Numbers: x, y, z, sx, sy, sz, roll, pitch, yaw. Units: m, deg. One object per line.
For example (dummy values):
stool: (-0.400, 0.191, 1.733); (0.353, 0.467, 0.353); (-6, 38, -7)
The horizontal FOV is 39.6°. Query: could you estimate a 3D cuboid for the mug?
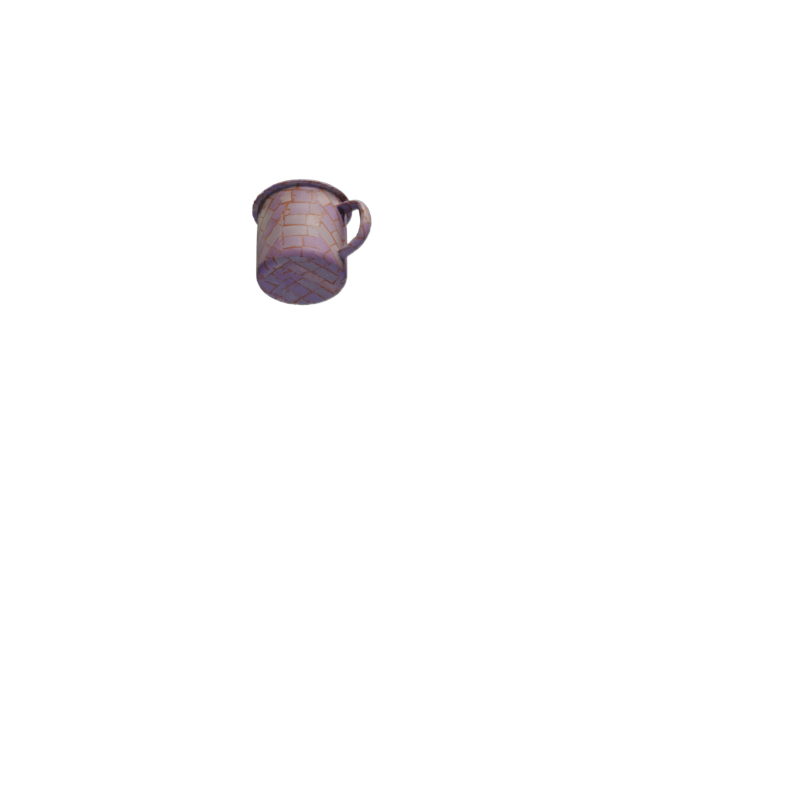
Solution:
mug: (-0.078, -0.142, 0.997); (0.118, 0.087, 0.086); (-16, -36, 22)
